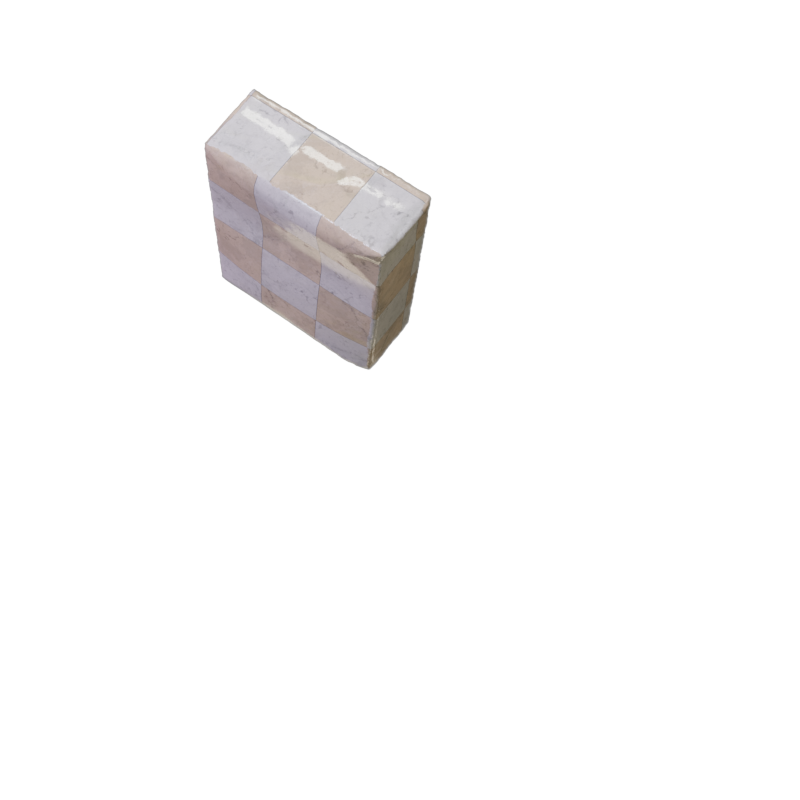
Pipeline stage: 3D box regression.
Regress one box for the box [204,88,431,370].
[{"bbox_3d":[-0.070,-0.127,0.890,0.170,0.073,0.202,34,-21,12],"label":"box"}]
